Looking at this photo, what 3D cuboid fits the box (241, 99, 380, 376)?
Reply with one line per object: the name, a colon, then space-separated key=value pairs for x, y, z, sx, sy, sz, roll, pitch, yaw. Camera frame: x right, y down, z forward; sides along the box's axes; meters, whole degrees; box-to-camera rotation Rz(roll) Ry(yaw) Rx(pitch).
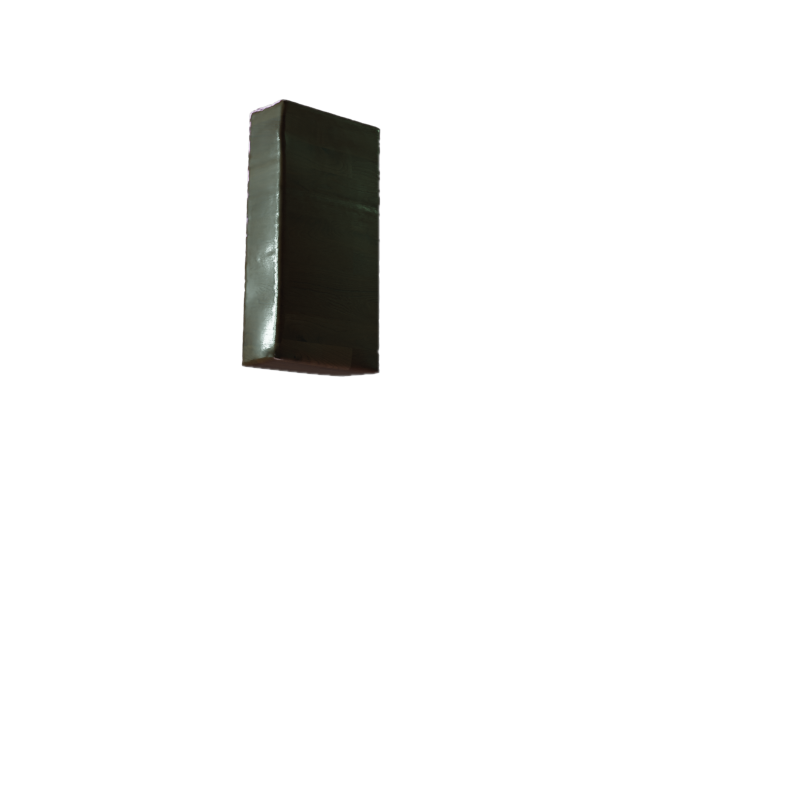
box: x=-0.059 y=-0.108 z=0.758 sx=0.089 sy=0.182 sz=0.049 roll=10 pitch=-18 yaw=-41
